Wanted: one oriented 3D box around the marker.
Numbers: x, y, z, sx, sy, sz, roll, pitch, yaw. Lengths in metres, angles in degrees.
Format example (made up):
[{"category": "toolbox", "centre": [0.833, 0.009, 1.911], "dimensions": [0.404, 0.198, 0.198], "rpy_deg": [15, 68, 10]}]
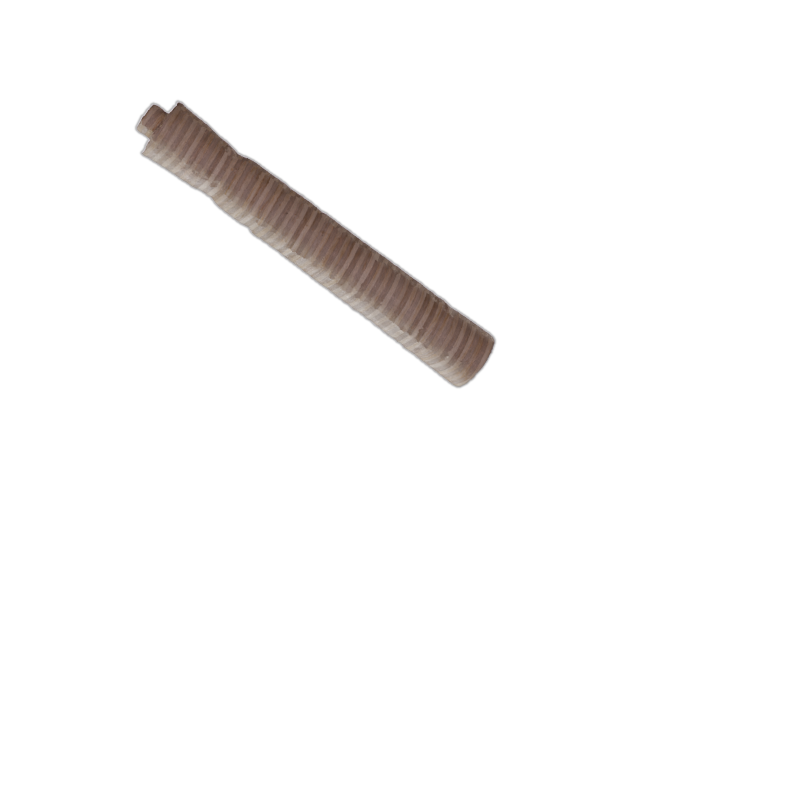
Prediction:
[{"category": "marker", "centre": [-0.025, -0.046, 0.323], "dimensions": [0.119, 0.020, 0.020], "rpy_deg": [36, -2, -6]}]
